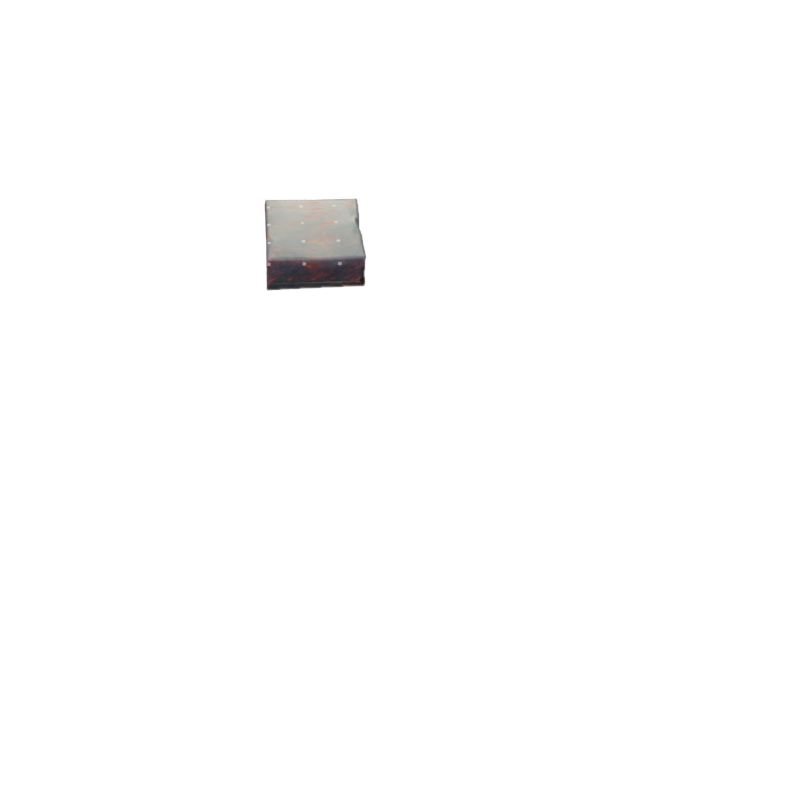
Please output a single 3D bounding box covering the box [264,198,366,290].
[{"bbox_3d":[-0.066,-0.120,0.839,0.073,0.028,0.096,-2,37,-4],"label":"box"}]
